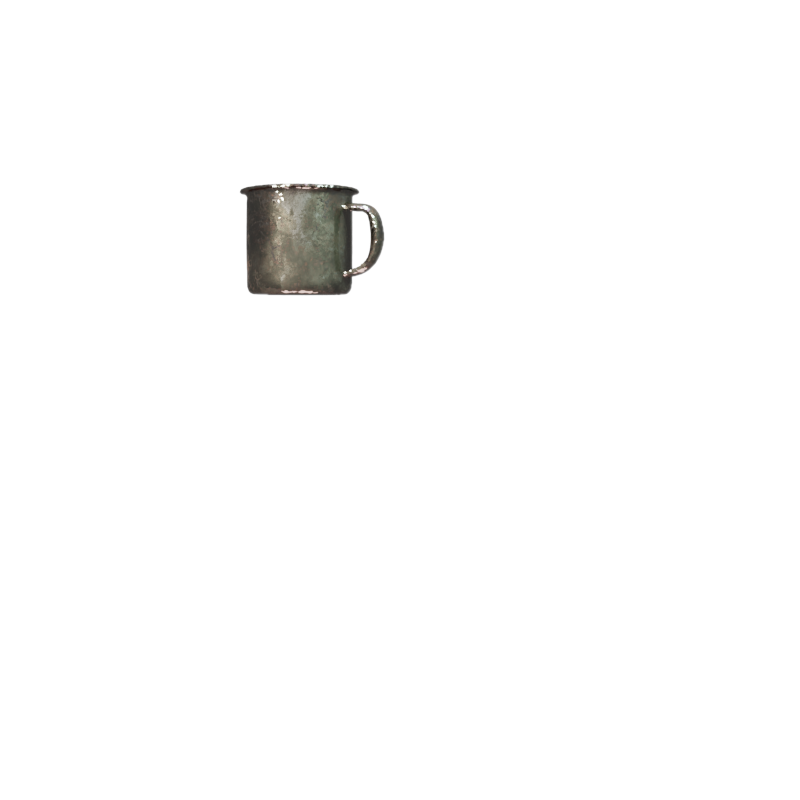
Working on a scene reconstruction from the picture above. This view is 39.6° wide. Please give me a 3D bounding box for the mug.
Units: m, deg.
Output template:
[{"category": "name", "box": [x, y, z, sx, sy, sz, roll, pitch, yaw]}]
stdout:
[{"category": "mug", "box": [-0.067, -0.122, 0.854, 0.120, 0.082, 0.090, 1, 1, 24]}]
